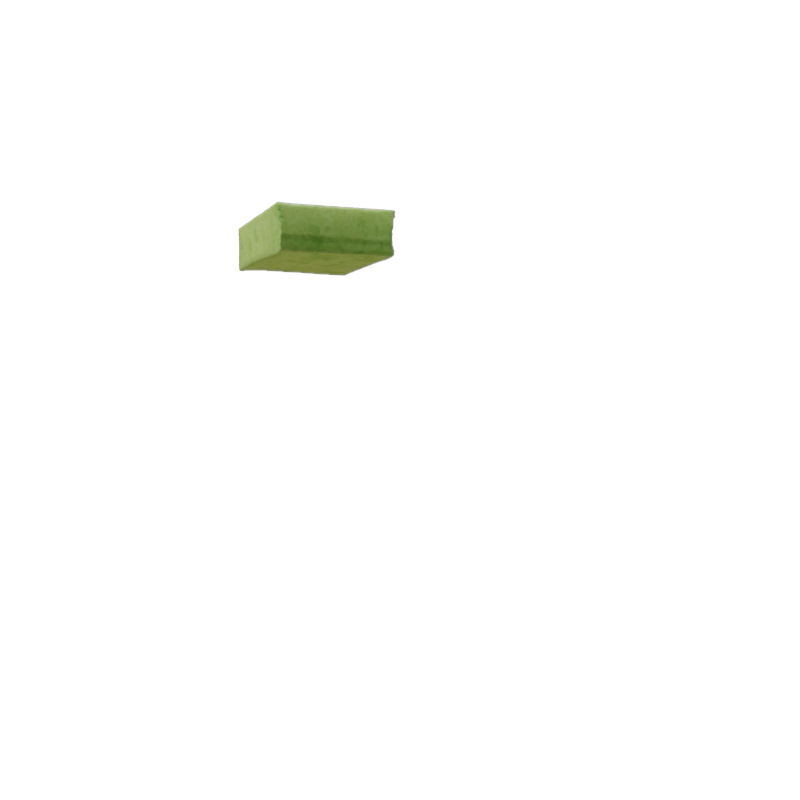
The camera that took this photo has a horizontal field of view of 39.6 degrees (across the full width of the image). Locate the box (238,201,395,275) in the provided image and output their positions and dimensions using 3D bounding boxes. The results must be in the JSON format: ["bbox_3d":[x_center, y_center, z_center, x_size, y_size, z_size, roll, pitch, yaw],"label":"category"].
[{"bbox_3d":[-0.065,-0.118,0.829,0.087,0.039,0.115,0,0,-21],"label":"box"}]
